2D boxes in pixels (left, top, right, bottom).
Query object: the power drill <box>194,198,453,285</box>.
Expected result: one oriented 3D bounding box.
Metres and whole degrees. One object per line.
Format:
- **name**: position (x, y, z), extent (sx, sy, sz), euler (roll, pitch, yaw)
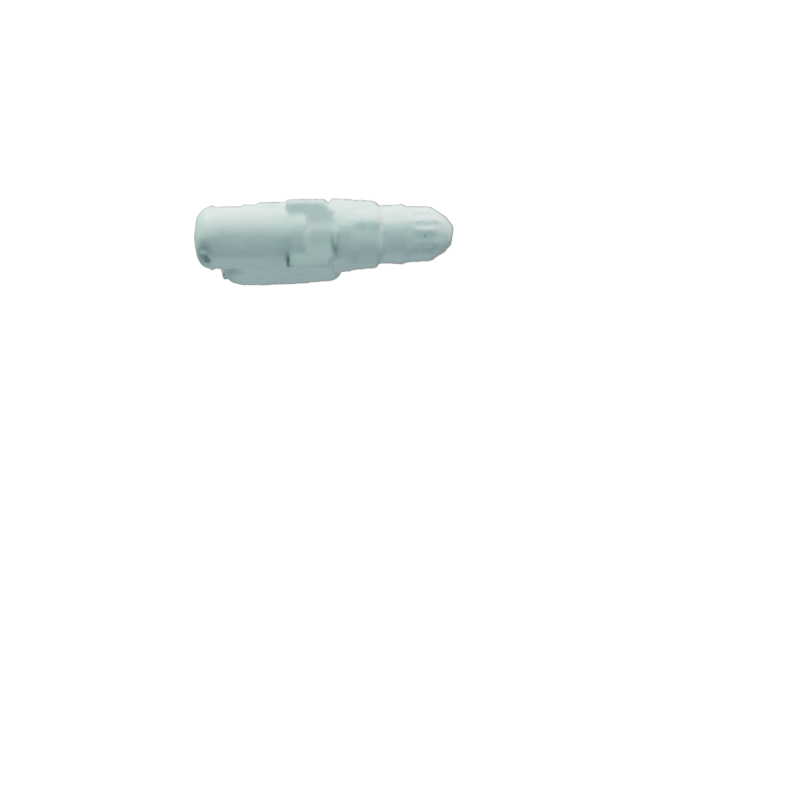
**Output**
- **power drill**: position (-0.067, -0.122, 0.854), extent (0.182, 0.058, 0.189), euler (0, 2, -9)
